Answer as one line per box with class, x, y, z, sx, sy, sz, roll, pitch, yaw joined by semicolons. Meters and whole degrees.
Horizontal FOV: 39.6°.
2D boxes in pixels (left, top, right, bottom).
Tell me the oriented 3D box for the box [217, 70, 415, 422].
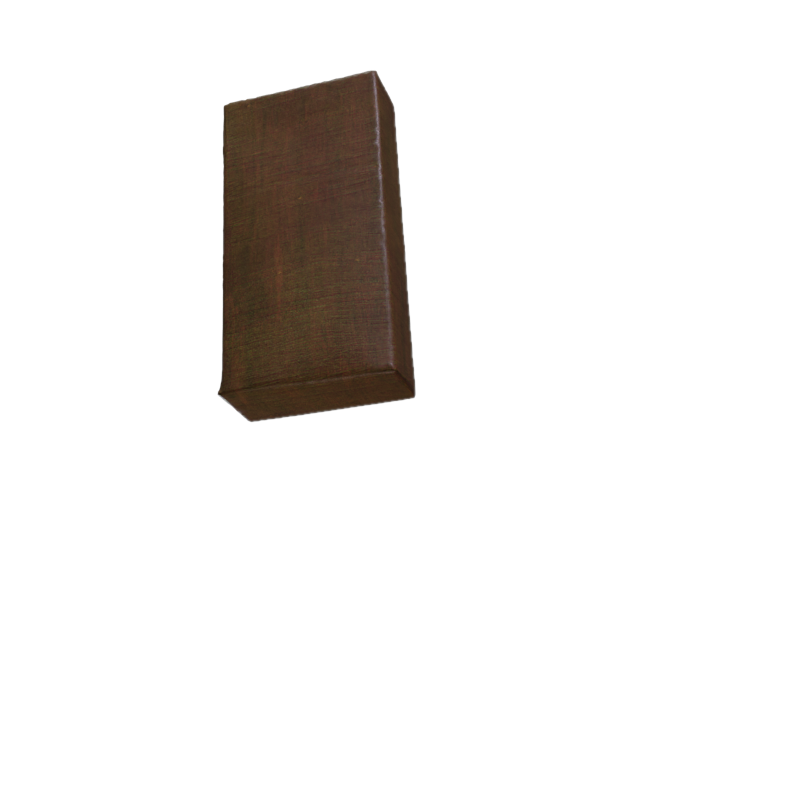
box;-0.045;-0.083;0.584;0.095;0.187;0.044;-10;-29;15
